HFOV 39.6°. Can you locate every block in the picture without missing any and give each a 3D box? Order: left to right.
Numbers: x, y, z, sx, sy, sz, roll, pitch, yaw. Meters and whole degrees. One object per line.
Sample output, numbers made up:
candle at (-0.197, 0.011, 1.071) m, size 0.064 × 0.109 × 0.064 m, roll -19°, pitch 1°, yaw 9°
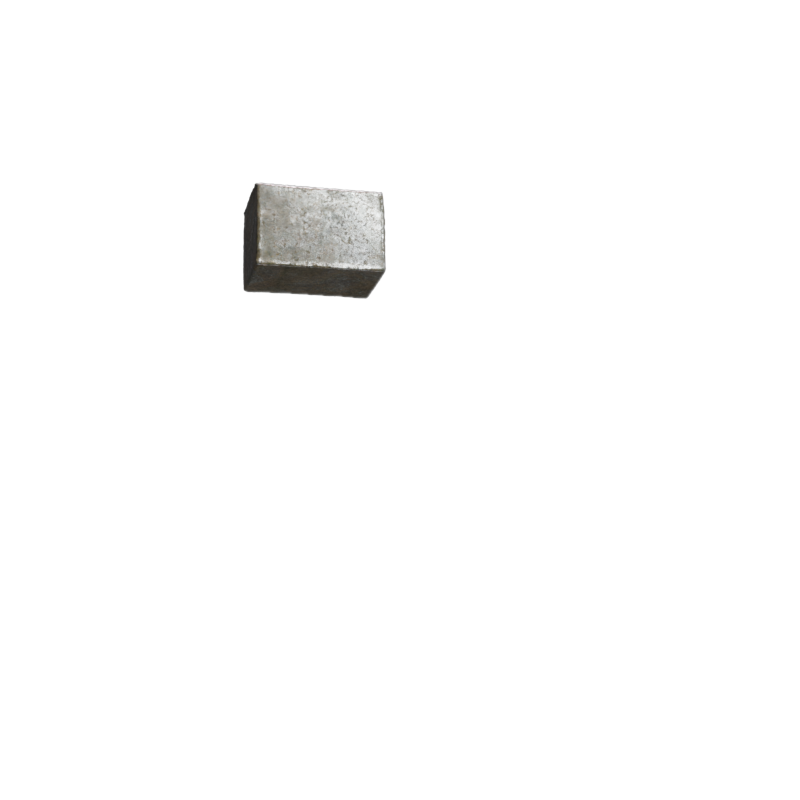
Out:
block at (-0.051, -0.094, 0.656) m, size 0.077 × 0.054 × 0.051 m, roll 3°, pitch -17°, yaw -13°
